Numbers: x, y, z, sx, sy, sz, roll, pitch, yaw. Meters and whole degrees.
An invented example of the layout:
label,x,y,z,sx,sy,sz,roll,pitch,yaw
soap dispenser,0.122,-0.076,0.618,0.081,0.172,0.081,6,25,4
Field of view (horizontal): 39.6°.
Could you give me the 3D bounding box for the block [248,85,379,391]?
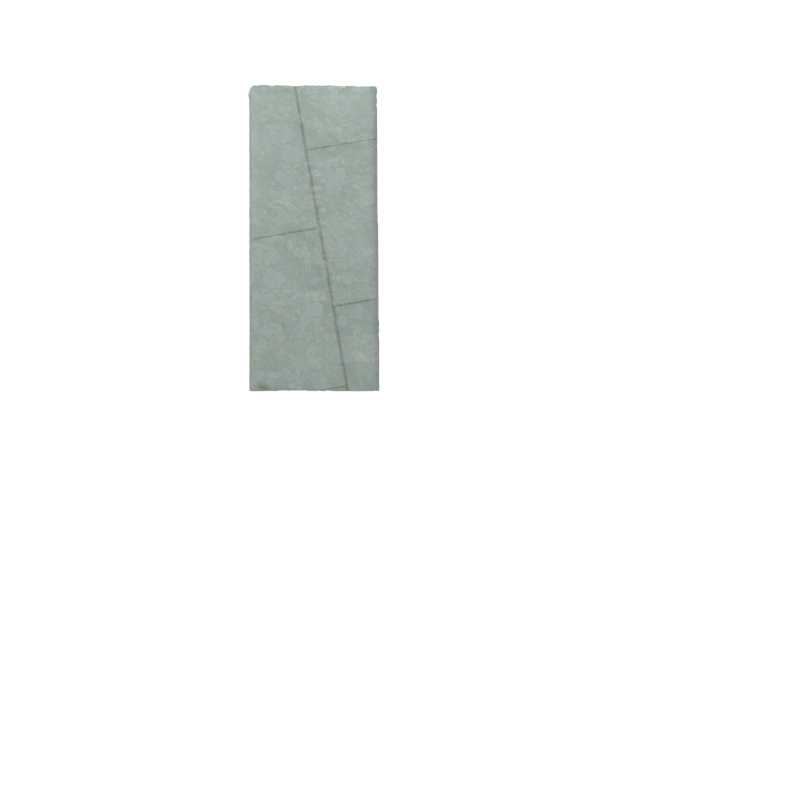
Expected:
label,x,y,z,sx,sy,sz,roll,pitch,yaw
block,-0.062,-0.112,0.788,0.090,0.208,0.090,0,-3,-4
